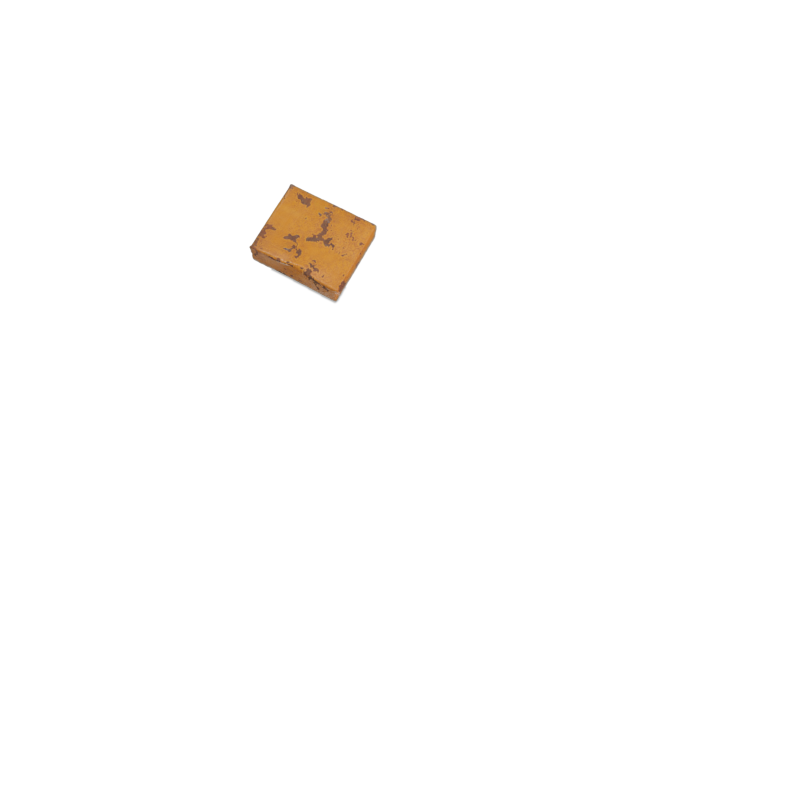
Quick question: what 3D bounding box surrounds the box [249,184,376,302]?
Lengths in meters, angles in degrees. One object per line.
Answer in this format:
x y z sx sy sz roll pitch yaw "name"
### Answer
-0.077 -0.140 0.977 0.092 0.075 0.029 27 -21 11 "box"
